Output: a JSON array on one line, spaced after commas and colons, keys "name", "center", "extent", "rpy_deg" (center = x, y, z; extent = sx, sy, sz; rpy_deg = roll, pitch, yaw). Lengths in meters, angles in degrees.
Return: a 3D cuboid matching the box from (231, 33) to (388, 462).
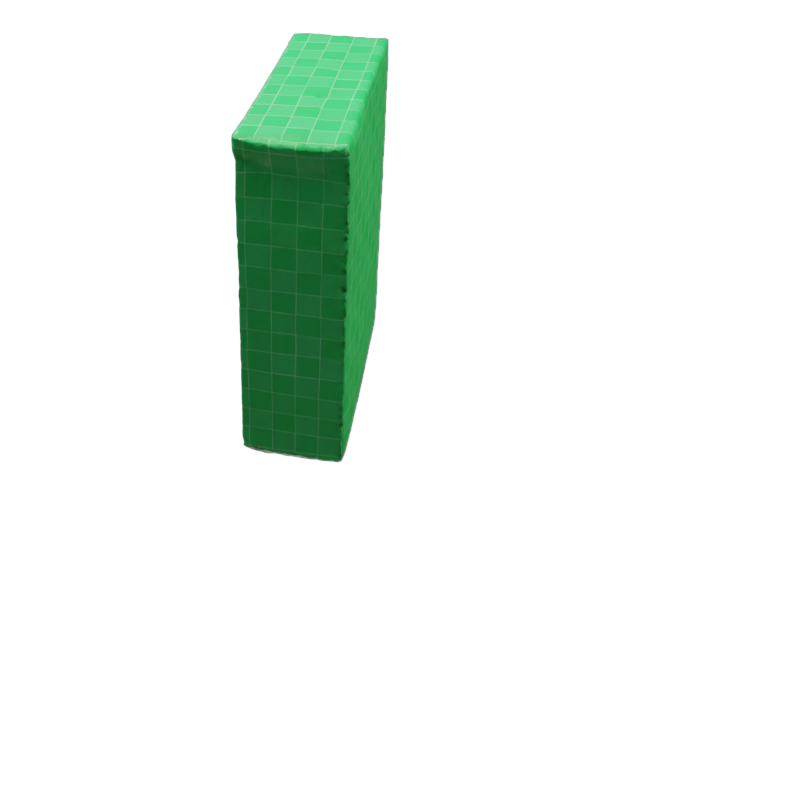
[{"name": "box", "center": [-0.054, -0.098, 0.686], "extent": [0.072, 0.201, 0.173], "rpy_deg": [5, 34, 4]}]
